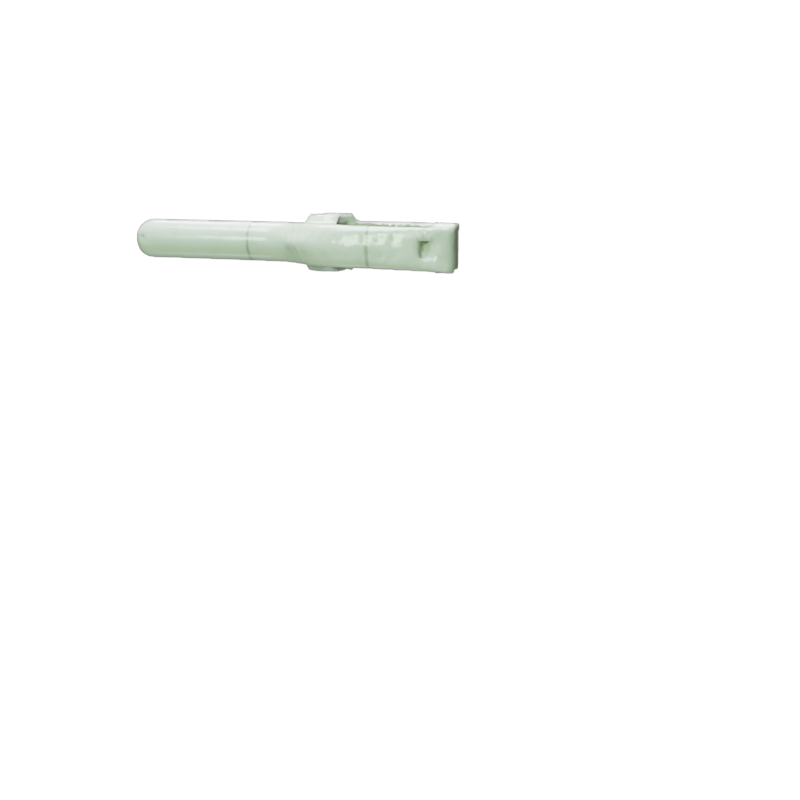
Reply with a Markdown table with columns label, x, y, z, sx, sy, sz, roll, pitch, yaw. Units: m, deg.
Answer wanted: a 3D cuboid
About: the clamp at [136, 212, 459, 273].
| label | x | y | z | sx | sy | sz | roll | pitch | yaw |
| --- | --- | --- | --- | --- | --- | --- | --- | --- | --- |
| clamp | -0.055 | -0.099 | 0.697 | 0.159 | 0.036 | 0.220 | -9 | 14 | -38 |
